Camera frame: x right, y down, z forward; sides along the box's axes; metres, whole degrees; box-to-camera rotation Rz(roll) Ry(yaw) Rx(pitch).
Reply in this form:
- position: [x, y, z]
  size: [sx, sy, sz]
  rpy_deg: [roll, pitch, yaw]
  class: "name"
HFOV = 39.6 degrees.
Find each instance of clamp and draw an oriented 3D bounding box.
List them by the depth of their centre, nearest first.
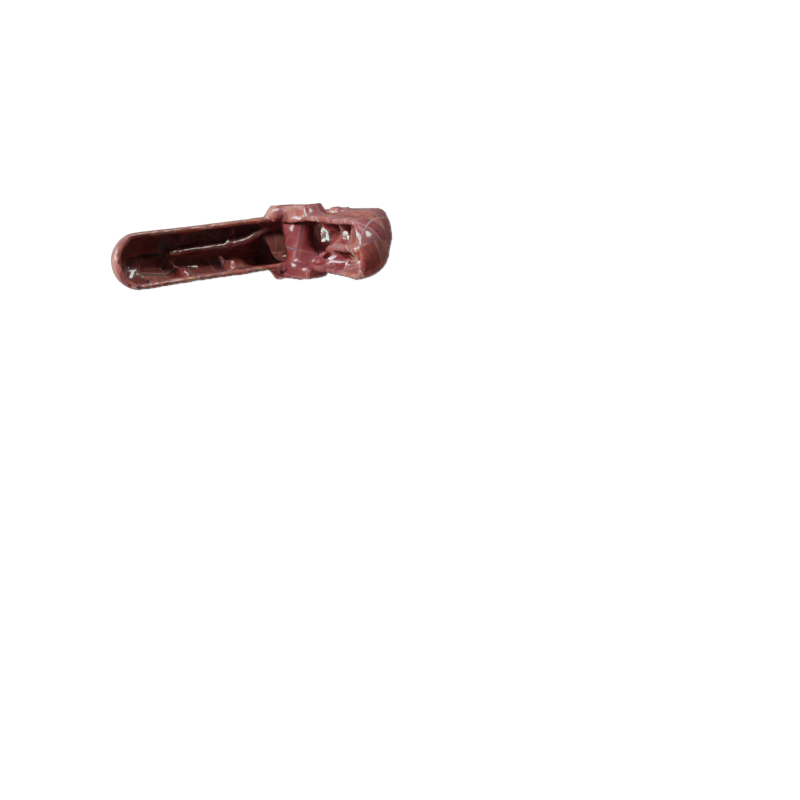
- position: [-0.041, -0.074, 0.520]
  size: [0.124, 0.038, 0.171]
  rpy_deg: [6, 17, 22]
  class: "clamp"
